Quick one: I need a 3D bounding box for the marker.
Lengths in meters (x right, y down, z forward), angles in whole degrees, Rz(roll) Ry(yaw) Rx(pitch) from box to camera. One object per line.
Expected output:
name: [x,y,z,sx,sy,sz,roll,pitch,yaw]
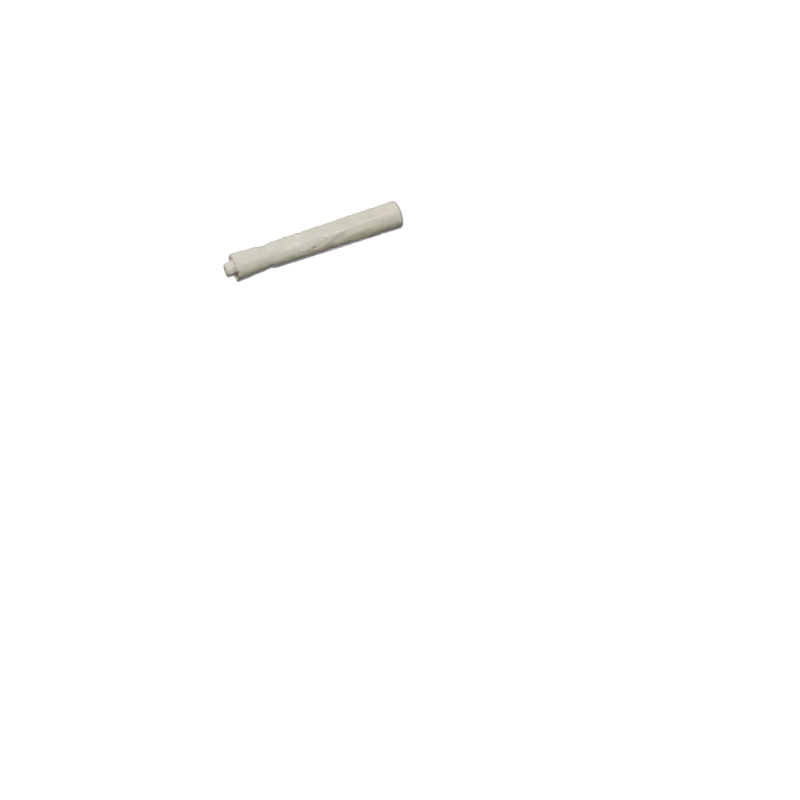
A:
marker: [-0.056,-0.102,0.713,0.120,0.019,0.020,-20,10,-15]
